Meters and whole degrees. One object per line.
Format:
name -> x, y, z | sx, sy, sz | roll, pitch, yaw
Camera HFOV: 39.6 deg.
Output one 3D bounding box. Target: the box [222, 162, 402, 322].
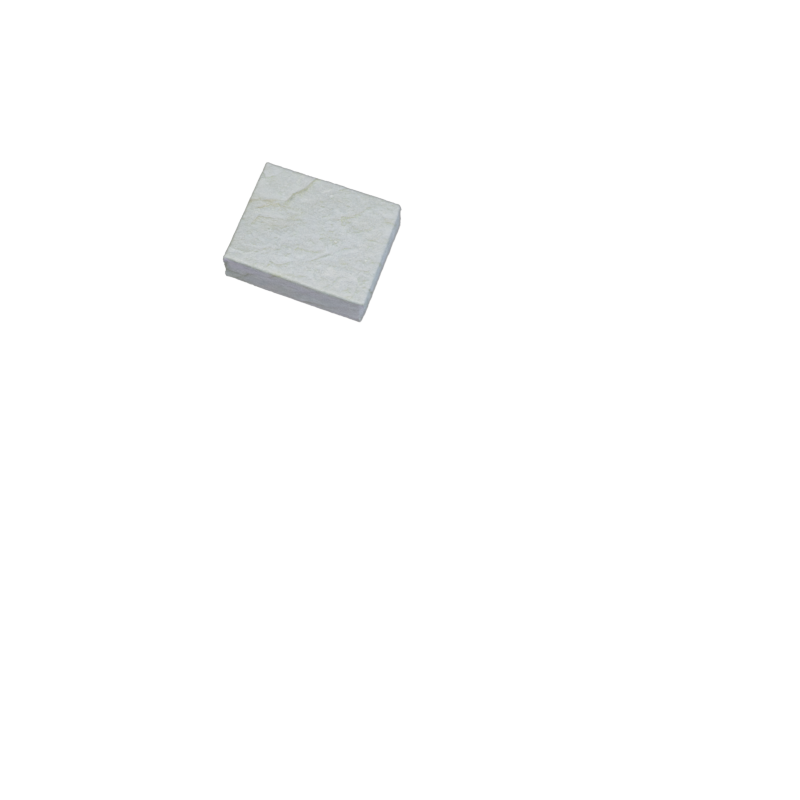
box -> -0.066, -0.120, 0.838 | 0.116, 0.094, 0.037 | 17, -26, 8
